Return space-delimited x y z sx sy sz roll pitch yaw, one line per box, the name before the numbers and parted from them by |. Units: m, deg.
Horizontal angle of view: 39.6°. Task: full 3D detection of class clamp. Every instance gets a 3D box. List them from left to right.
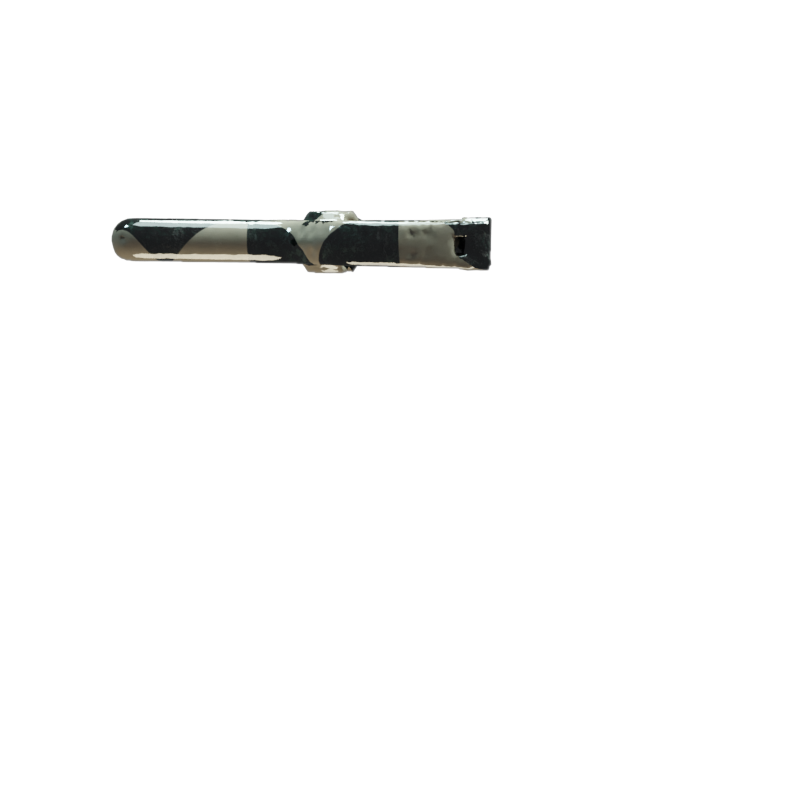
clamp | -0.051 -0.092 0.645 0.219 0.036 0.160 7 12 37
